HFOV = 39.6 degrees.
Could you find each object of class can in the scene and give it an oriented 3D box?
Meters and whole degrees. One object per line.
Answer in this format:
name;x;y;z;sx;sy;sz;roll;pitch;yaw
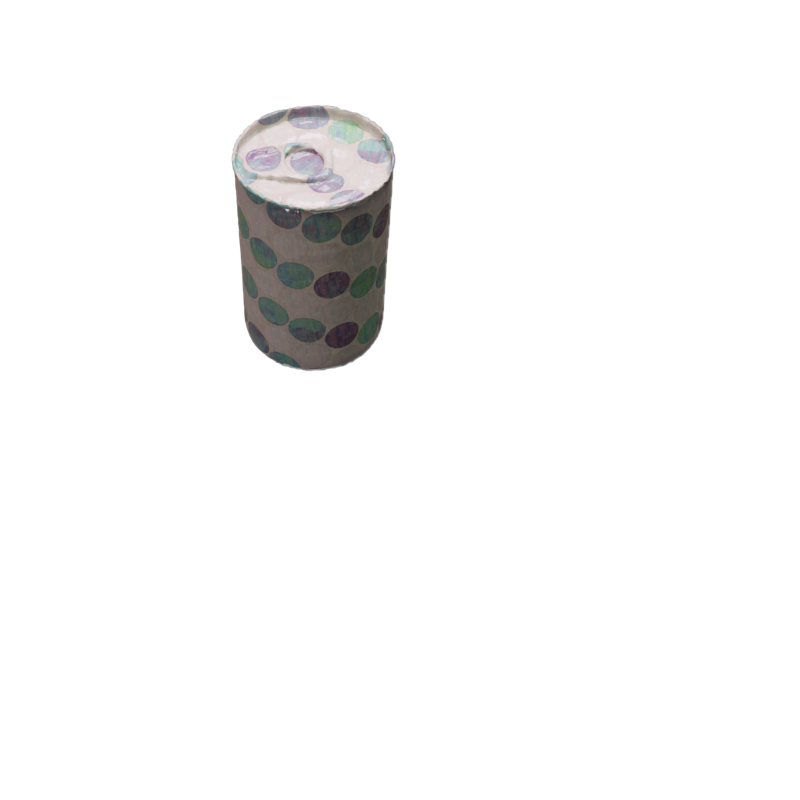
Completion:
can;-0.039;-0.070;0.494;0.068;0.074;0.095;0;-42;-3
